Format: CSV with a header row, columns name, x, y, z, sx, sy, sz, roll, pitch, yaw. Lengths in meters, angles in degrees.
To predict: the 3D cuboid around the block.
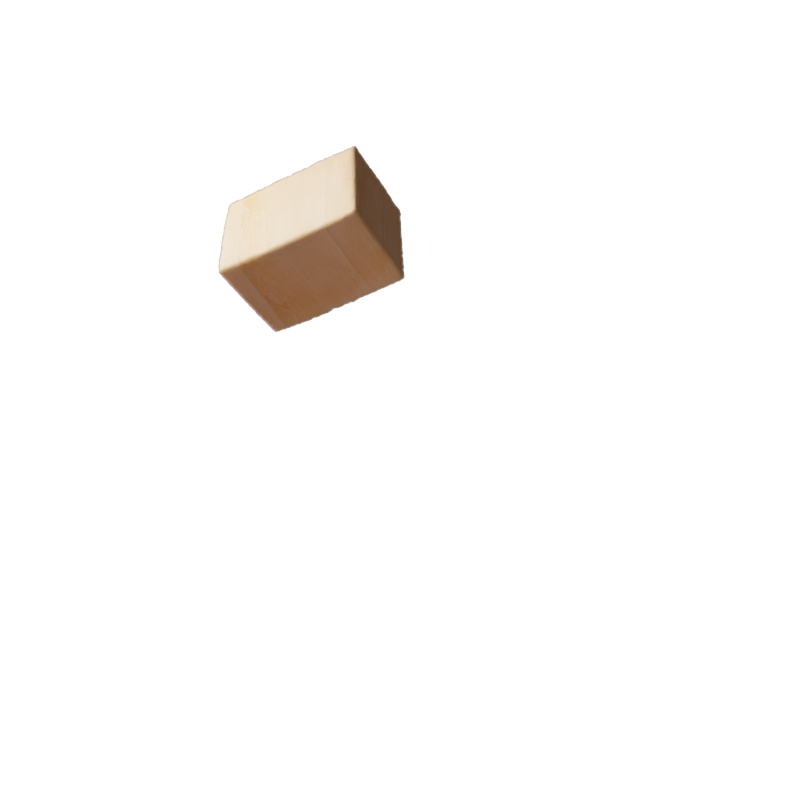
name,x,y,z,sx,sy,sz,roll,pitch,yaw
block,-0.044,-0.079,0.557,0.078,0.055,0.049,-21,-48,19
